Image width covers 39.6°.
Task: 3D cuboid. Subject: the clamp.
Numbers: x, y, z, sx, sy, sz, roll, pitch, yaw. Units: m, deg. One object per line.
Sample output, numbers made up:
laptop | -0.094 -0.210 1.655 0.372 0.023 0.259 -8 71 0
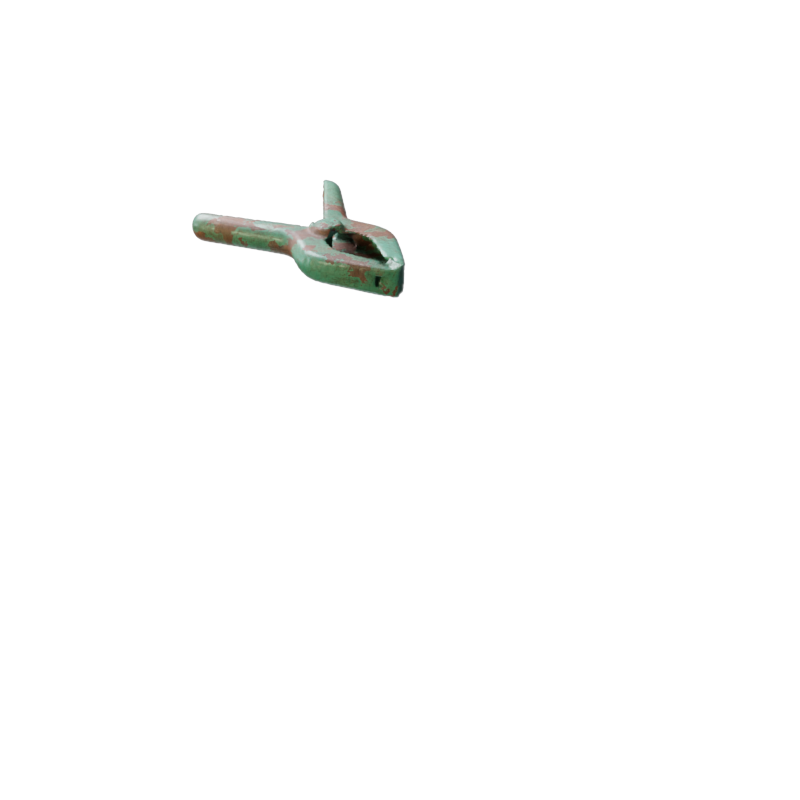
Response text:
clamp | -0.078 -0.142 0.993 0.162 0.034 0.226 -18 36 -27
